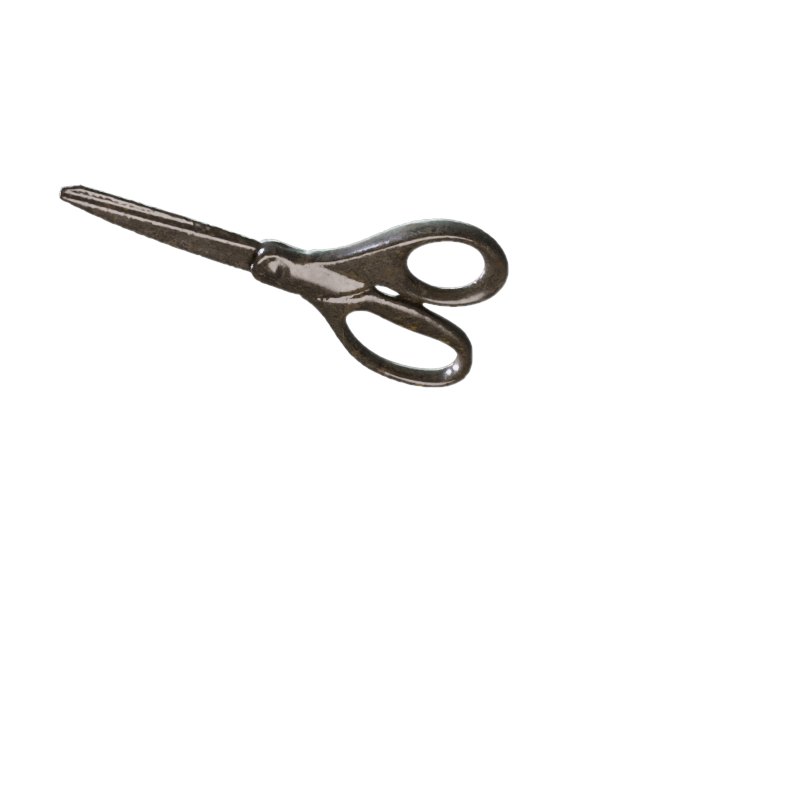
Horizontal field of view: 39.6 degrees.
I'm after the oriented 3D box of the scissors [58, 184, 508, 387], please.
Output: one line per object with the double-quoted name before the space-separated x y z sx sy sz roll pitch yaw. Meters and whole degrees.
"scissors" -0.038 -0.069 0.484 0.193 0.094 0.017 32 30 -21
